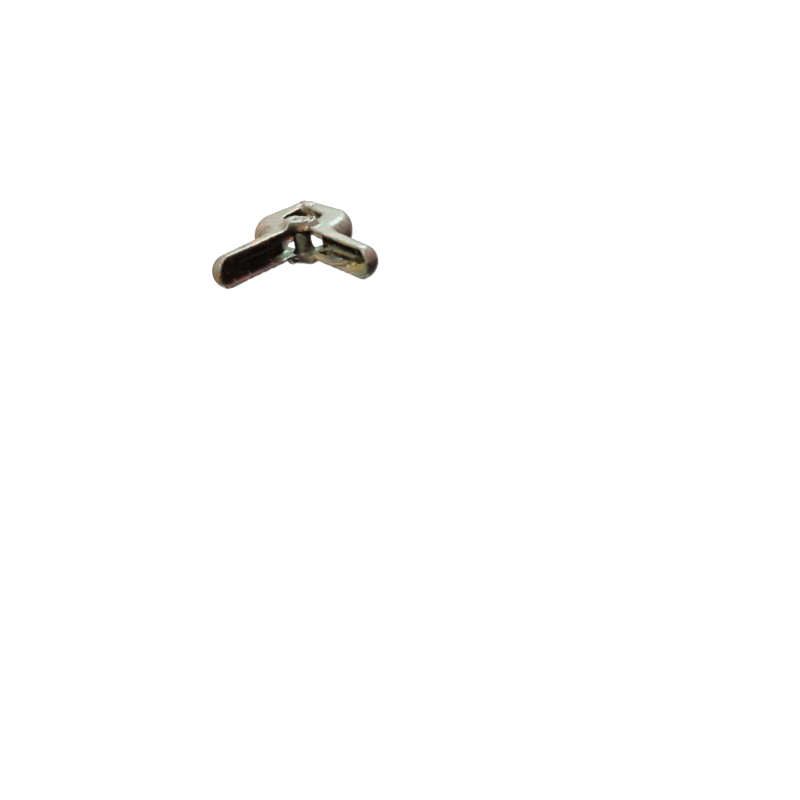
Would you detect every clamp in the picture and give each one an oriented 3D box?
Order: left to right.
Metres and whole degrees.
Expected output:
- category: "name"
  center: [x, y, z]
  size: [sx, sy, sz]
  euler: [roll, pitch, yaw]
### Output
- category: "clamp"
  center: [-0.068, -0.124, 0.868]
  size: [0.122, 0.037, 0.178]
  euler: [4, 26, 8]
